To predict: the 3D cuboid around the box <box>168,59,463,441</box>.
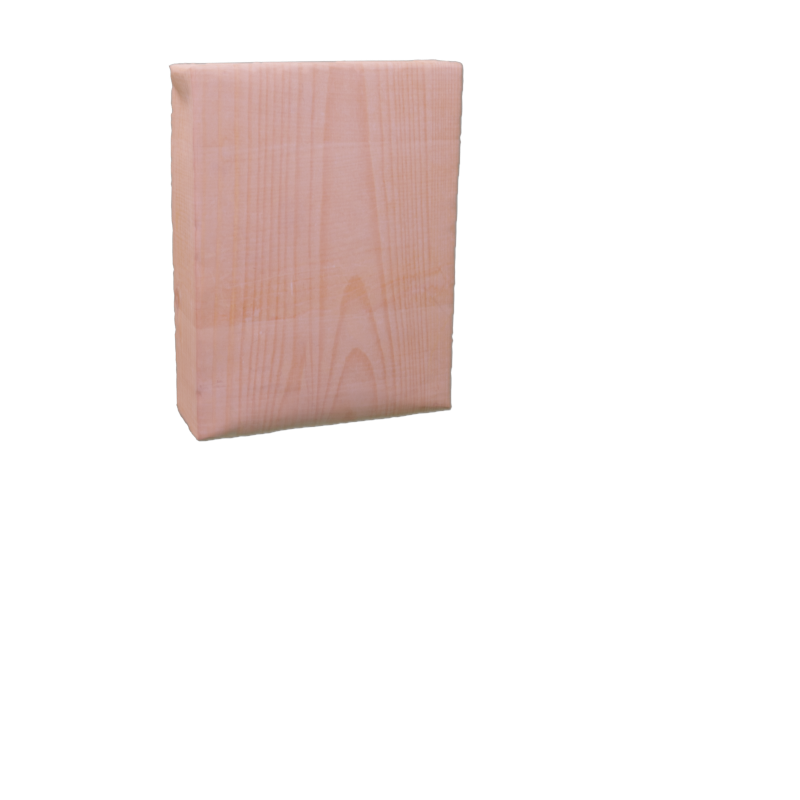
[{"bbox_3d":[-0.052,-0.095,0.662,0.160,0.208,0.075,-5,13,-21],"label":"box"}]
